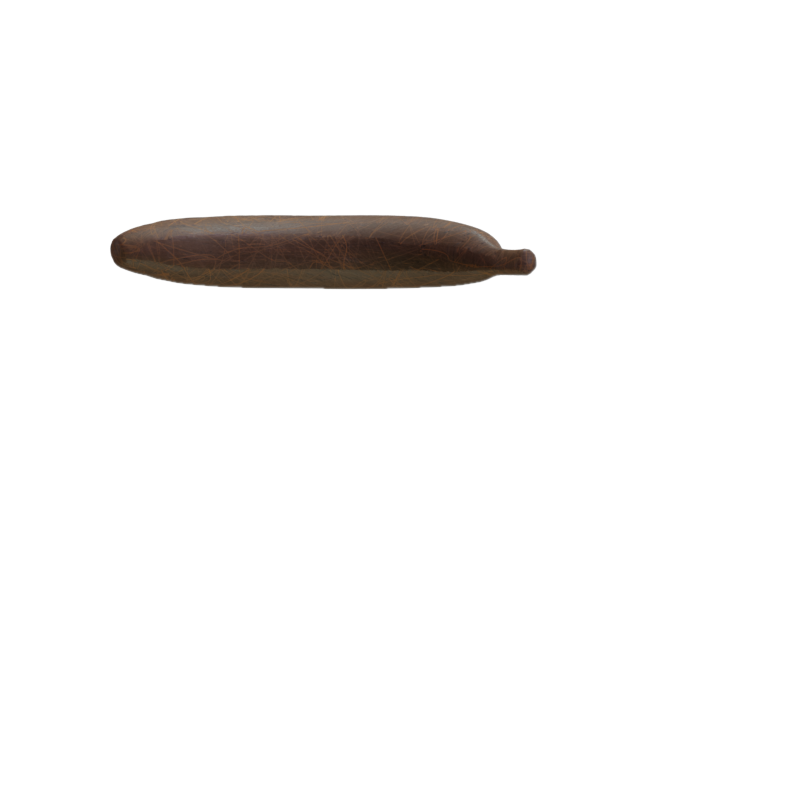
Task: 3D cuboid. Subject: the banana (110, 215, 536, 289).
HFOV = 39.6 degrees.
[{"bbox_3d":[-0.038,-0.074,0.542,0.198,0.037,0.068,0,-4,2],"label":"banana"}]
